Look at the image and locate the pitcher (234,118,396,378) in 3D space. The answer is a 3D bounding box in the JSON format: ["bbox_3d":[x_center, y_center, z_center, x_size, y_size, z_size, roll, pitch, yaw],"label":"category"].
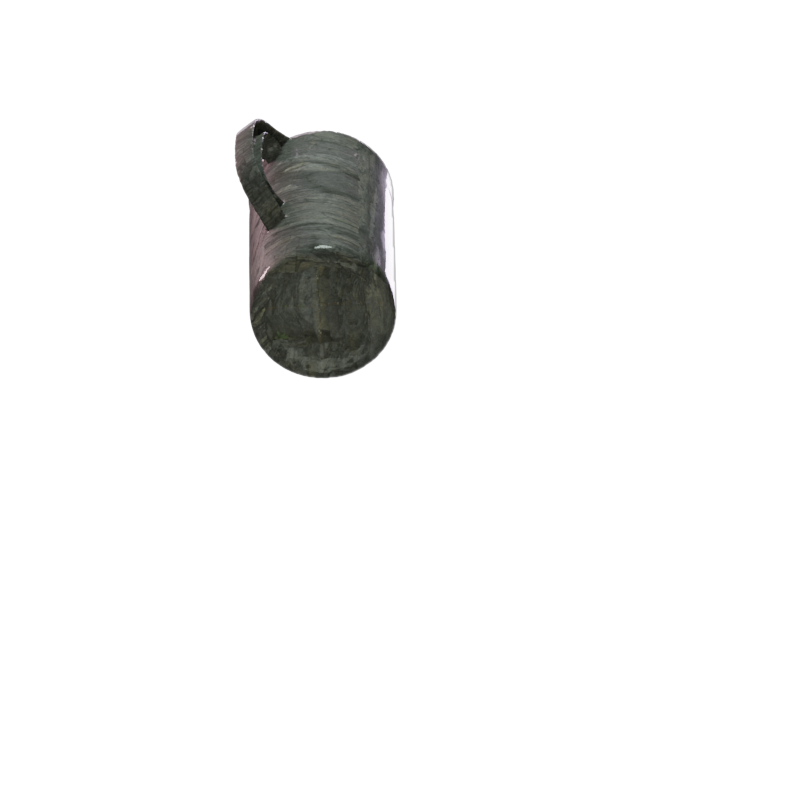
[{"bbox_3d":[-0.071,-0.130,0.908,0.148,0.138,0.258,6,28,-7],"label":"pitcher"}]
